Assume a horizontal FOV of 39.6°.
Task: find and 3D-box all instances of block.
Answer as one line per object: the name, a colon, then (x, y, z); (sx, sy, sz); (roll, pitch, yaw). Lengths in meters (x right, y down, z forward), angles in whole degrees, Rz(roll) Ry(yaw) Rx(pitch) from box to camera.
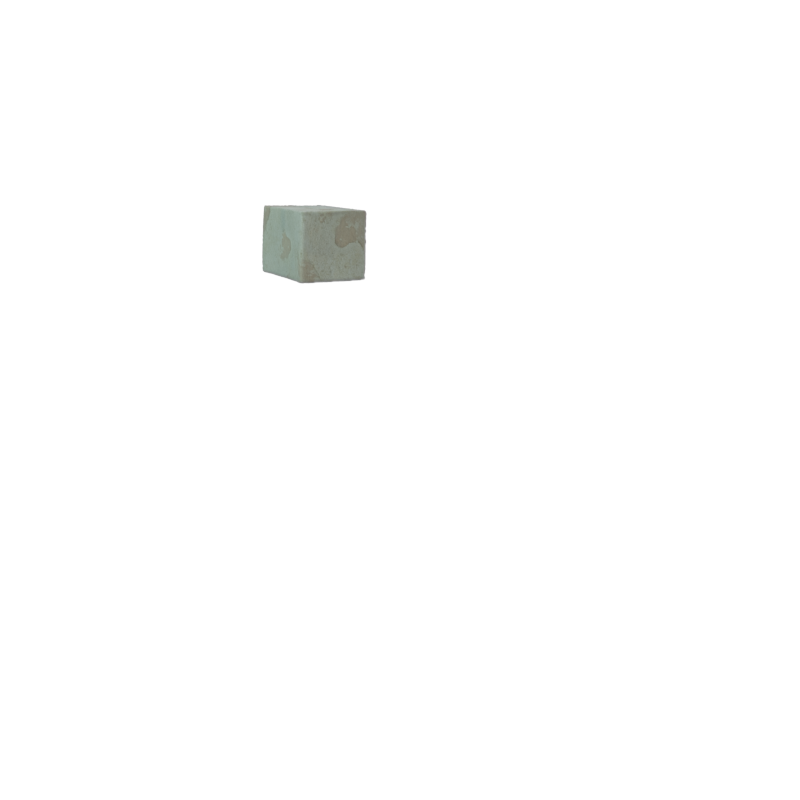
block: (-0.064, -0.116, 0.816); (0.051, 0.050, 0.082); (-4, 12, -26)
